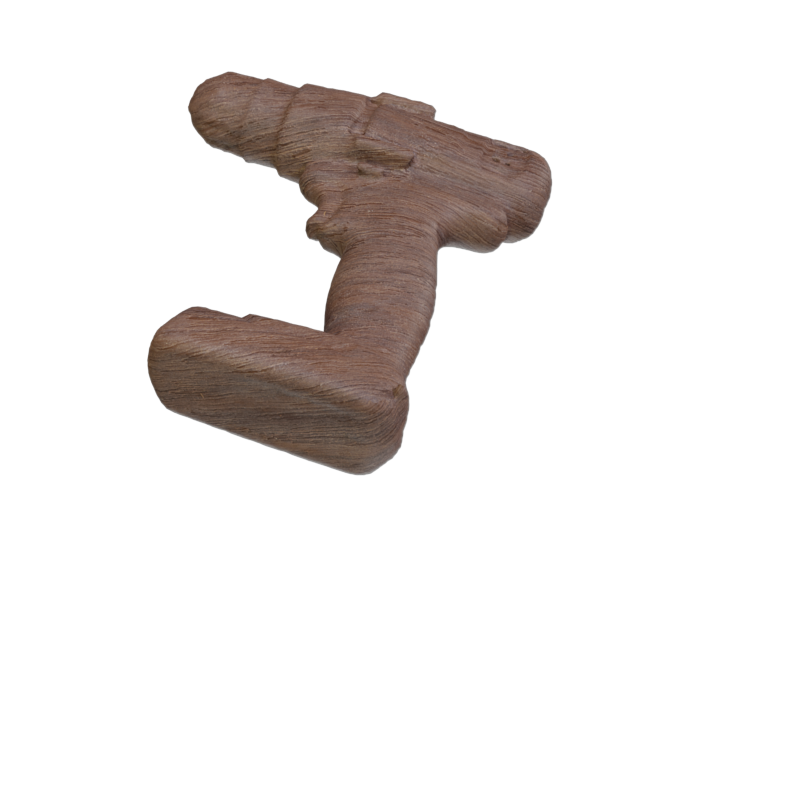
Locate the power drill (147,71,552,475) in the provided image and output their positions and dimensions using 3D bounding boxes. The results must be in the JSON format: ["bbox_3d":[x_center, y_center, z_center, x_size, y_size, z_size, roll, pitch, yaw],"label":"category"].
[{"bbox_3d":[-0.039,-0.071,0.499,0.189,0.196,0.053,16,-37,12],"label":"power drill"}]
